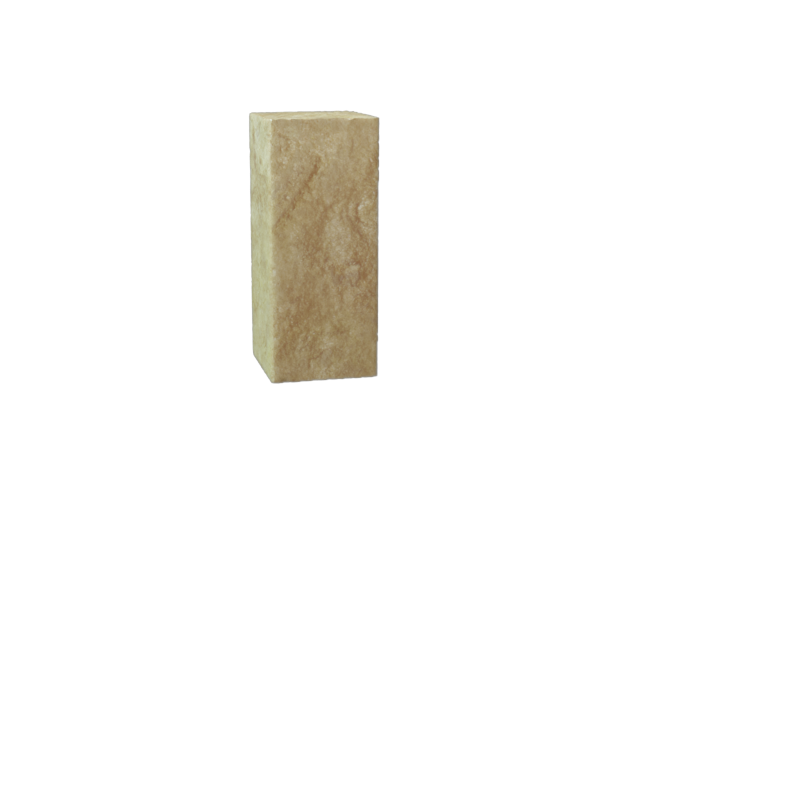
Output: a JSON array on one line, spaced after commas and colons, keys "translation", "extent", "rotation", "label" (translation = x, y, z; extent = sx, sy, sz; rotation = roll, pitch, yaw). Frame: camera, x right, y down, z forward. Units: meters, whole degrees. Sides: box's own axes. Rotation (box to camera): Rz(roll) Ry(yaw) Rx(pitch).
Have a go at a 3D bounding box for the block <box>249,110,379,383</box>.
[{"translation": [-0.071, -0.128, 0.898], "extent": [0.089, 0.201, 0.095], "rotation": [-3, 13, -15], "label": "block"}]
